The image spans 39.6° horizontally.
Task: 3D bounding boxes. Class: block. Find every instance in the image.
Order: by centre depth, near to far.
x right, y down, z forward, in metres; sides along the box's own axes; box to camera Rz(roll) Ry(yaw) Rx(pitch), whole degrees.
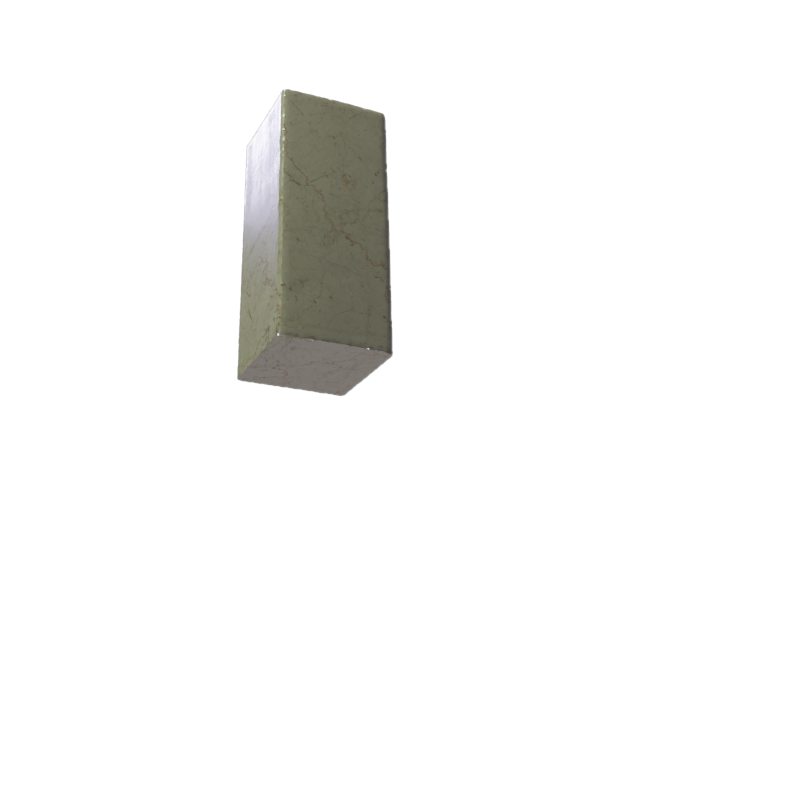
[{"bbox_3d":[-0.065,-0.121,0.845,0.087,0.219,0.089,10,-29,-23],"label":"block"}]
